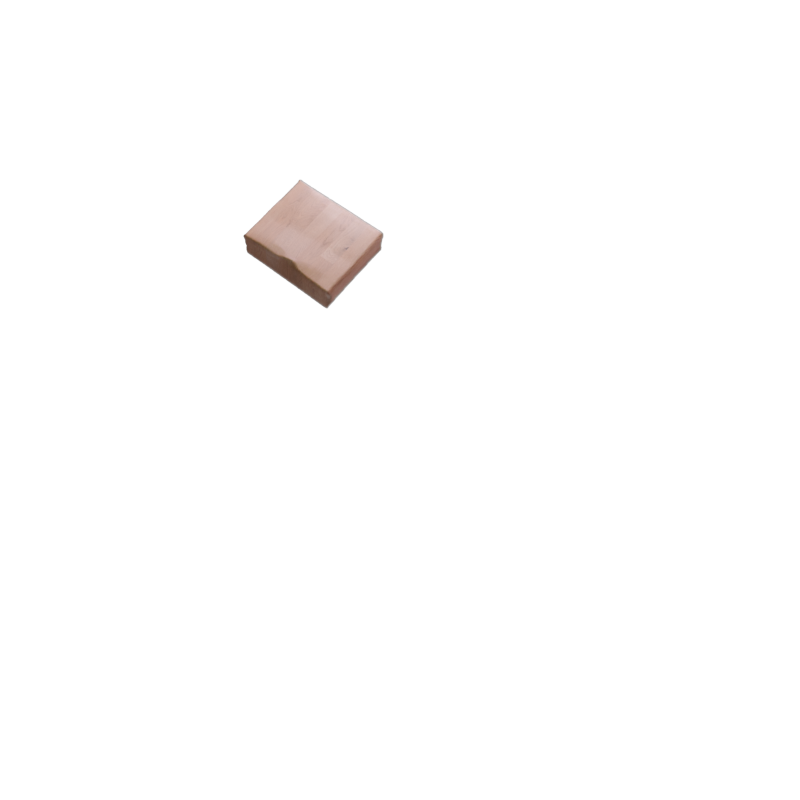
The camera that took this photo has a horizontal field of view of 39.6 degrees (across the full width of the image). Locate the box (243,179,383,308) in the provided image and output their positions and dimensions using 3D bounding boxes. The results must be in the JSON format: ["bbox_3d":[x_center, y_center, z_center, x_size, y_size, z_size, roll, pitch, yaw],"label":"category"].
[{"bbox_3d":[-0.071,-0.129,0.902,0.093,0.074,0.028,35,-25,18],"label":"box"}]
